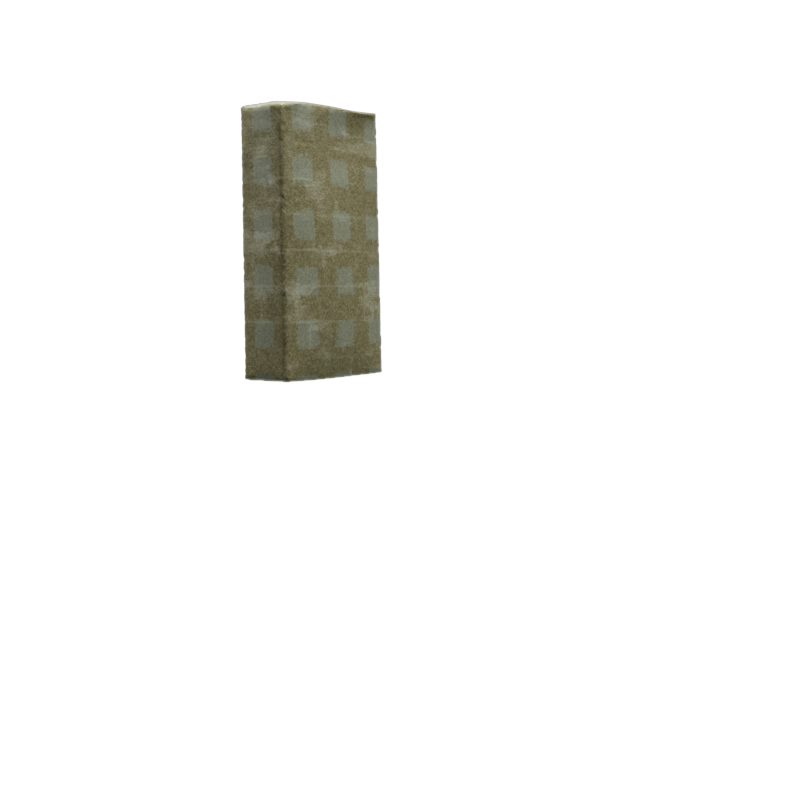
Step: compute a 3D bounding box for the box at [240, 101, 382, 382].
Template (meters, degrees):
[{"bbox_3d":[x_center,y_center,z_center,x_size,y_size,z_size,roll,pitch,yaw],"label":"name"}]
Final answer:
[{"bbox_3d":[-0.057,-0.104,0.726,0.050,0.176,0.090,0,1,42],"label":"box"}]
